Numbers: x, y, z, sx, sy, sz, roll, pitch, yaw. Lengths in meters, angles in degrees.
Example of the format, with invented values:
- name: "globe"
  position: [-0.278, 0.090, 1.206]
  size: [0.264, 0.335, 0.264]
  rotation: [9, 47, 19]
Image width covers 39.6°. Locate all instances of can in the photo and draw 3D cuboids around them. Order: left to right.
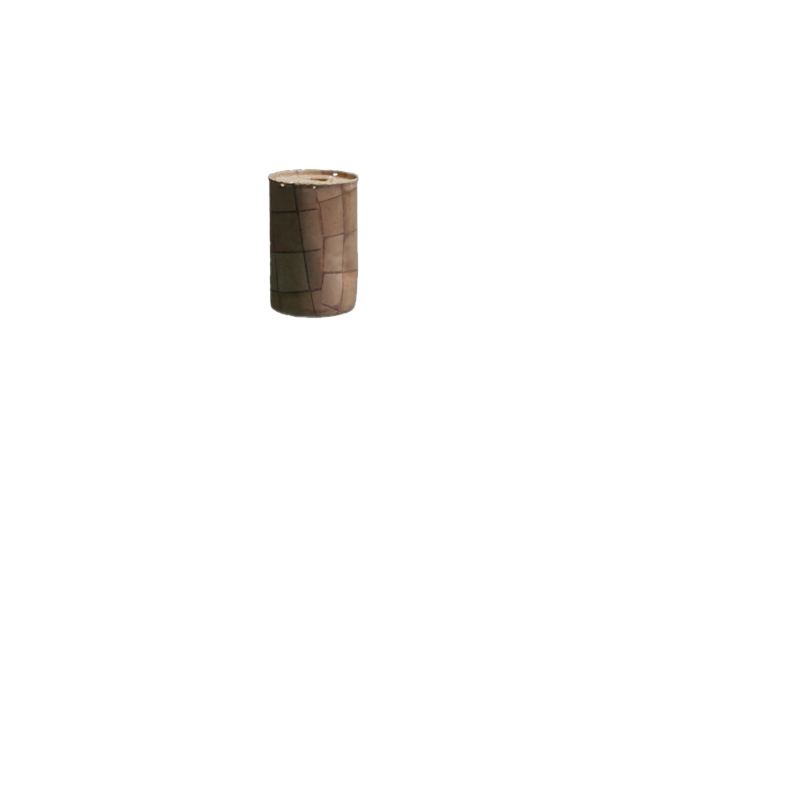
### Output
- name: "can"
  position: [-0.066, -0.120, 0.841]
  size: [0.068, 0.099, 0.071]
  rotation: [0, 15, -2]
